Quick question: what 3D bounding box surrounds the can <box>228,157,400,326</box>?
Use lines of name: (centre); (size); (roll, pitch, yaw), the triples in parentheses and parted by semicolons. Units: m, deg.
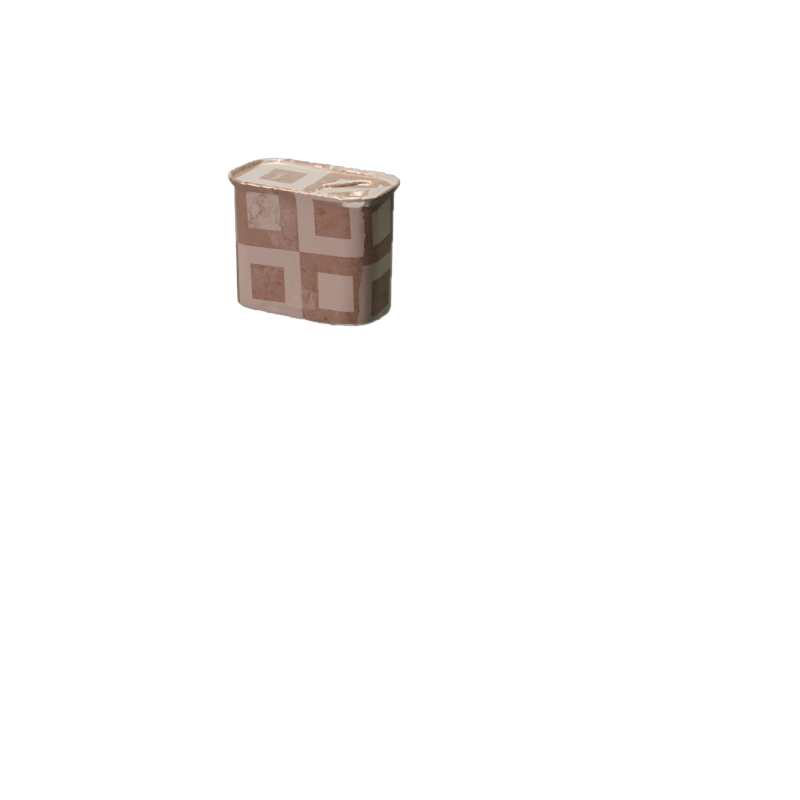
can: (-0.053, -0.097, 0.678); (0.106, 0.080, 0.058); (12, 25, 24)
